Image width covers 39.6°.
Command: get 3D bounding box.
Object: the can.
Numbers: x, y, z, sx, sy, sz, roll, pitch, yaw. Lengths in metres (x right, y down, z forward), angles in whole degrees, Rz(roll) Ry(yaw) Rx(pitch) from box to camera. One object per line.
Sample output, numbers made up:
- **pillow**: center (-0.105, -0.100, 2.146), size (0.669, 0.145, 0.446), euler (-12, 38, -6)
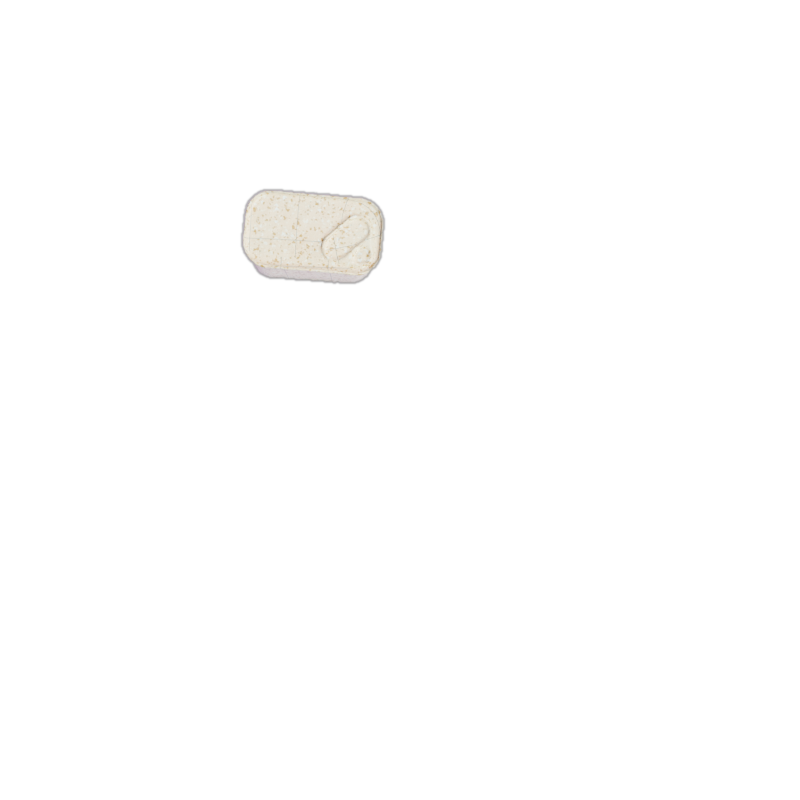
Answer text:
- **can**: center (-0.066, -0.120, 0.843), size (0.102, 0.058, 0.083), euler (5, -4, -1)
